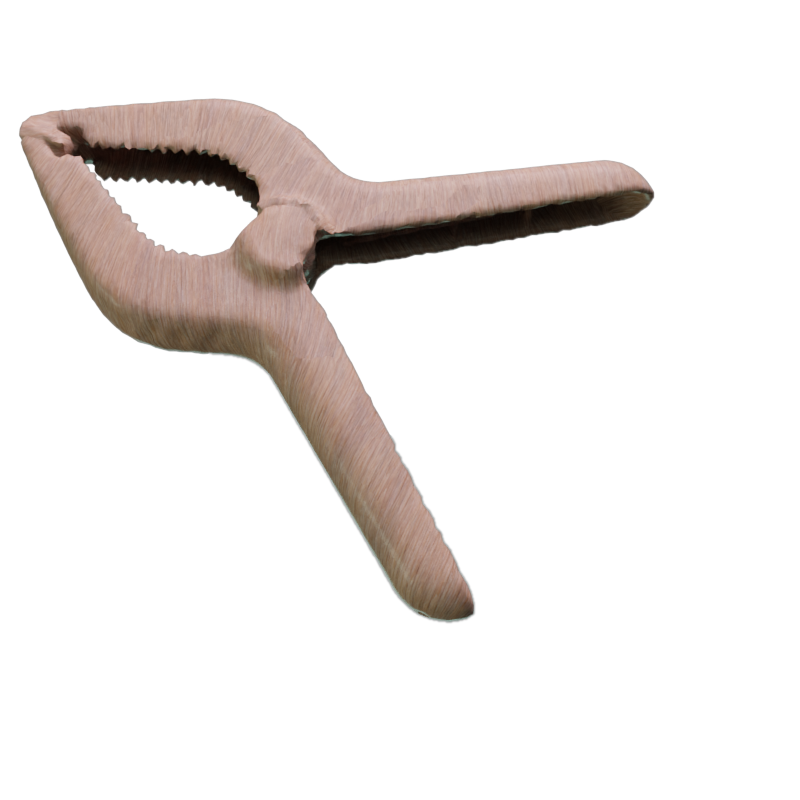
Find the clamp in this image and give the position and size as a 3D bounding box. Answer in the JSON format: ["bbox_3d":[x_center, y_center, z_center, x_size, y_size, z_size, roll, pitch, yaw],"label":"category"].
[{"bbox_3d":[-0.029,-0.053,0.371,0.218,0.168,0.034,31,-24,15],"label":"clamp"}]
